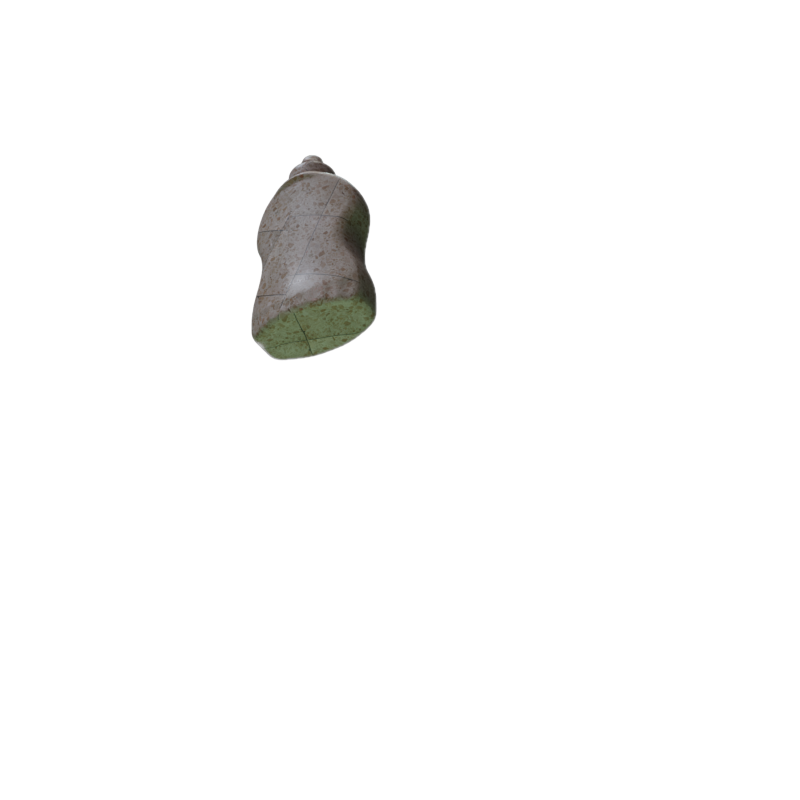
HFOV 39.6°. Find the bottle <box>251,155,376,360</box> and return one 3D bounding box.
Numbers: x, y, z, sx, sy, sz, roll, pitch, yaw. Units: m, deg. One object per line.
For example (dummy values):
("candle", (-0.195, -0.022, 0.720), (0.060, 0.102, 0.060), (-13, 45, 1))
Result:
("bottle", (-0.070, -0.128, 0.892), (0.096, 0.206, 0.054), (-23, -44, 21))
